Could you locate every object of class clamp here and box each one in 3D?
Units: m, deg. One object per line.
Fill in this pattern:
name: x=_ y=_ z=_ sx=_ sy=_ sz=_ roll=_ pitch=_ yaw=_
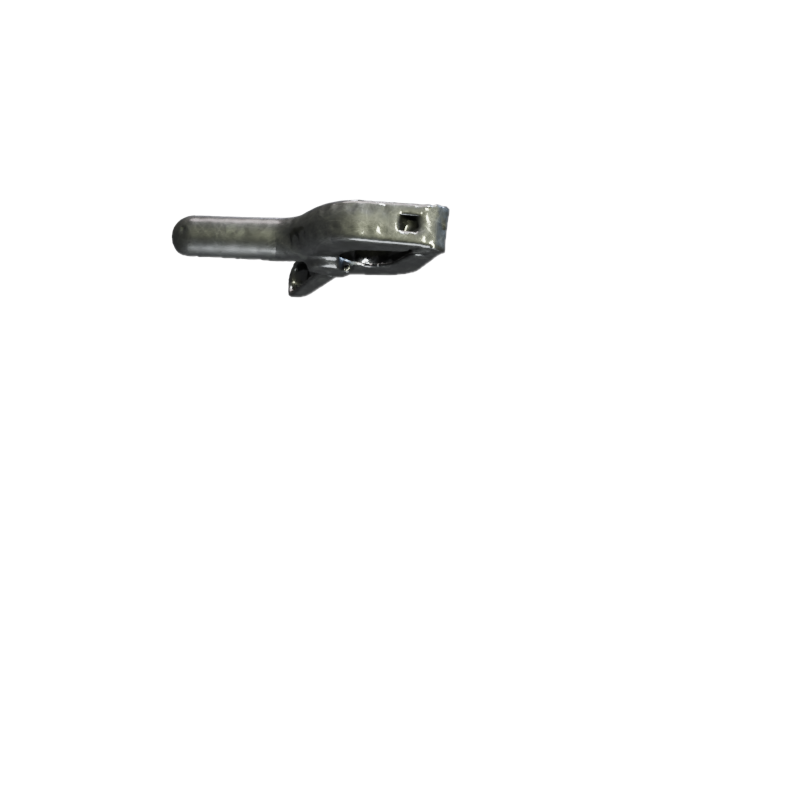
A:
clamp: x=-0.052 y=-0.095 z=0.664 sx=0.114 sy=0.040 sz=0.175 roll=8 pitch=-11 yaw=-42
